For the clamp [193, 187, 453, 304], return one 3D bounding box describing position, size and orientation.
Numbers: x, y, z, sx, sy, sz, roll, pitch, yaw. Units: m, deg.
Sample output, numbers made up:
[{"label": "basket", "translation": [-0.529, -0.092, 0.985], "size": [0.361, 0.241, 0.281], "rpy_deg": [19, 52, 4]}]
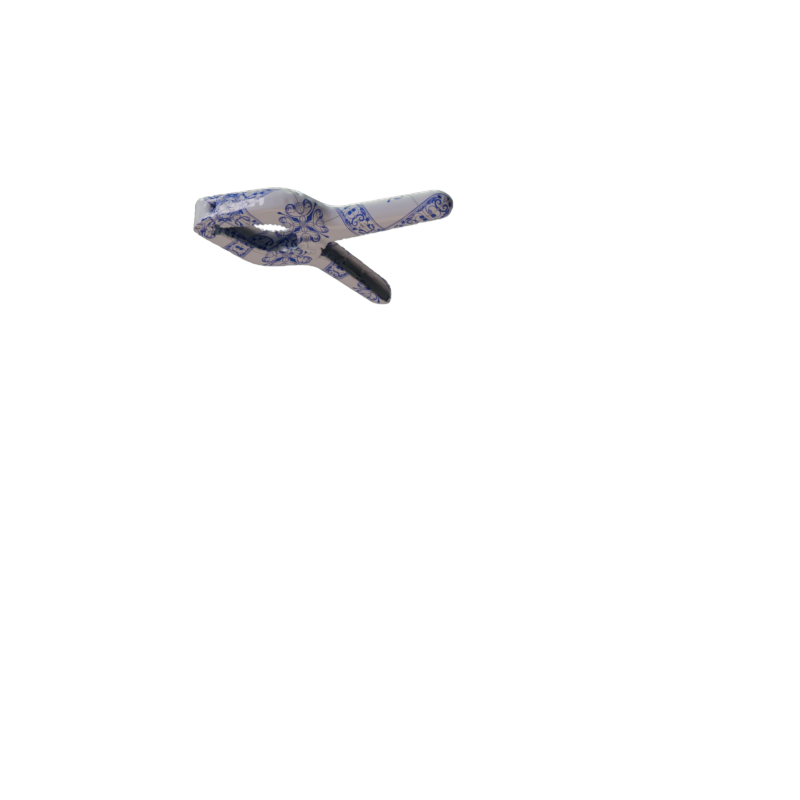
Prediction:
[{"label": "clamp", "translation": [-0.075, -0.138, 0.963], "size": [0.207, 0.039, 0.156], "rpy_deg": [5, -30, -9]}]
